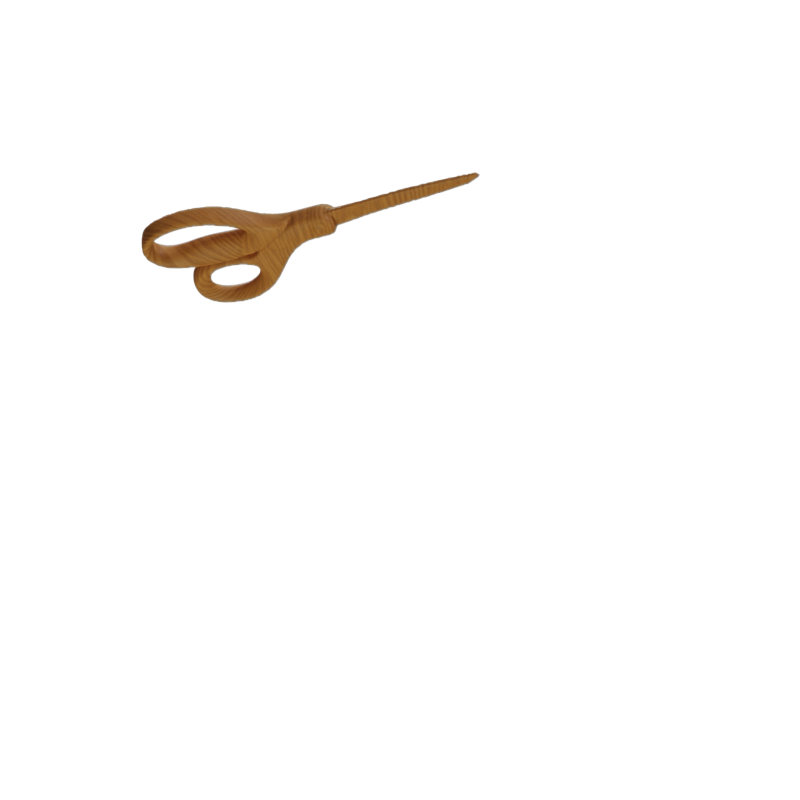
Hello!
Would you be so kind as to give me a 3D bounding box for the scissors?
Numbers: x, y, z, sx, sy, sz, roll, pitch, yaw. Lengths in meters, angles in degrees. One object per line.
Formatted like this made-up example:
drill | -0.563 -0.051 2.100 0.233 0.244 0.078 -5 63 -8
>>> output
scissors | -0.051 -0.094 0.657 0.203 0.017 0.089 -5 -30 8
